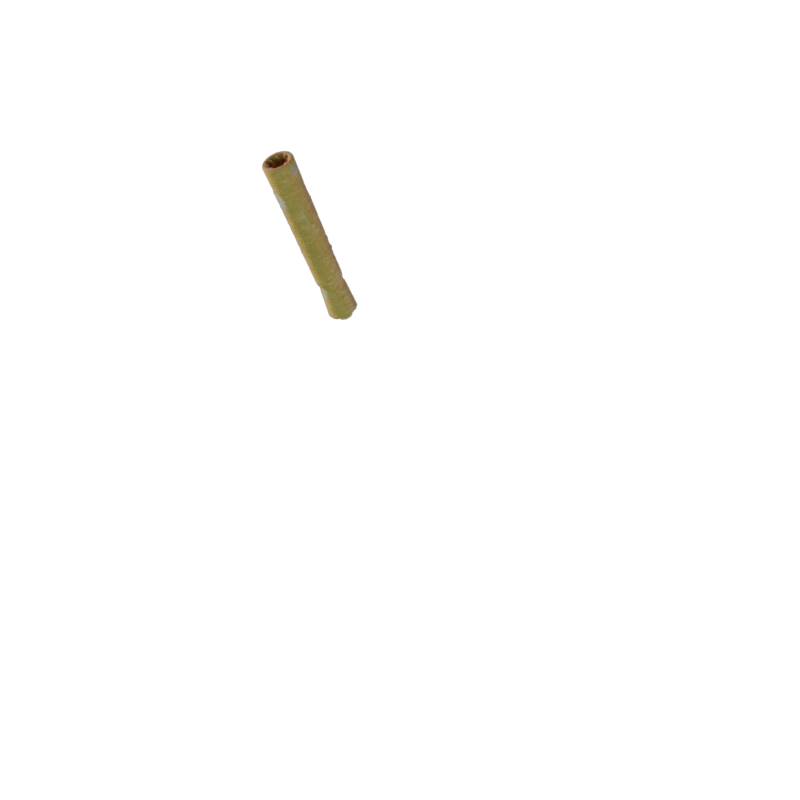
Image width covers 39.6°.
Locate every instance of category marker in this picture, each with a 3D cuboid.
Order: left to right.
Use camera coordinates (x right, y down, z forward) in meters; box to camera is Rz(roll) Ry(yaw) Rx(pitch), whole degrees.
[{"bbox_3d":[-0.051,-0.093,0.651,0.020,0.112,0.021,-15,39,11],"label":"marker"}]
